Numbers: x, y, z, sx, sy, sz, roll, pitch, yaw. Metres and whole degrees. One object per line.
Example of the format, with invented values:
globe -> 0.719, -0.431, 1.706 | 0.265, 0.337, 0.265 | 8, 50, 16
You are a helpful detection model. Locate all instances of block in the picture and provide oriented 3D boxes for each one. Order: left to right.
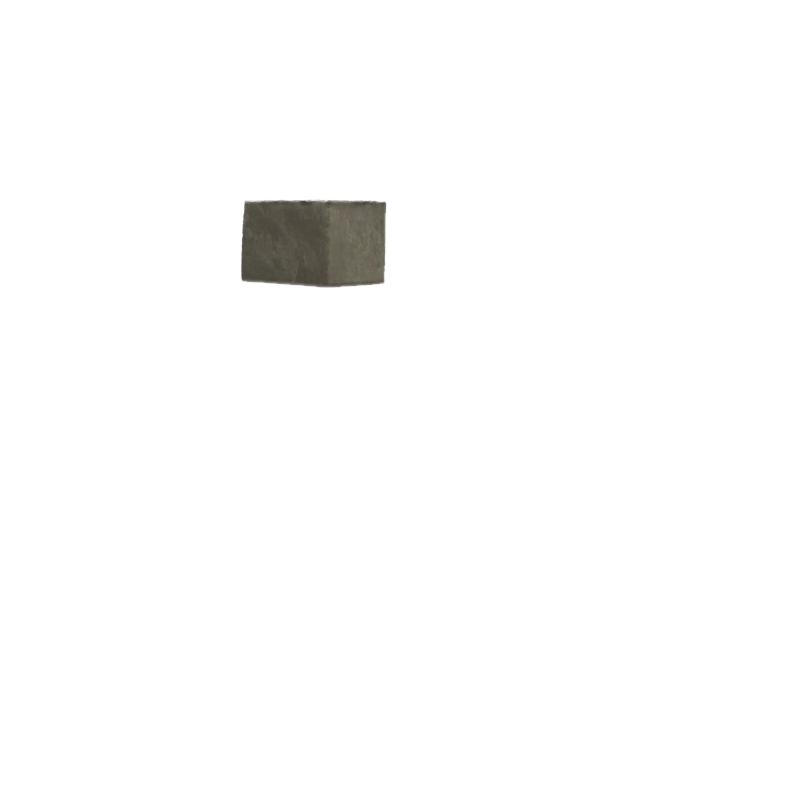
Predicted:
block -> -0.054, -0.098, 0.684 | 0.081, 0.051, 0.051 | 7, 9, 42
